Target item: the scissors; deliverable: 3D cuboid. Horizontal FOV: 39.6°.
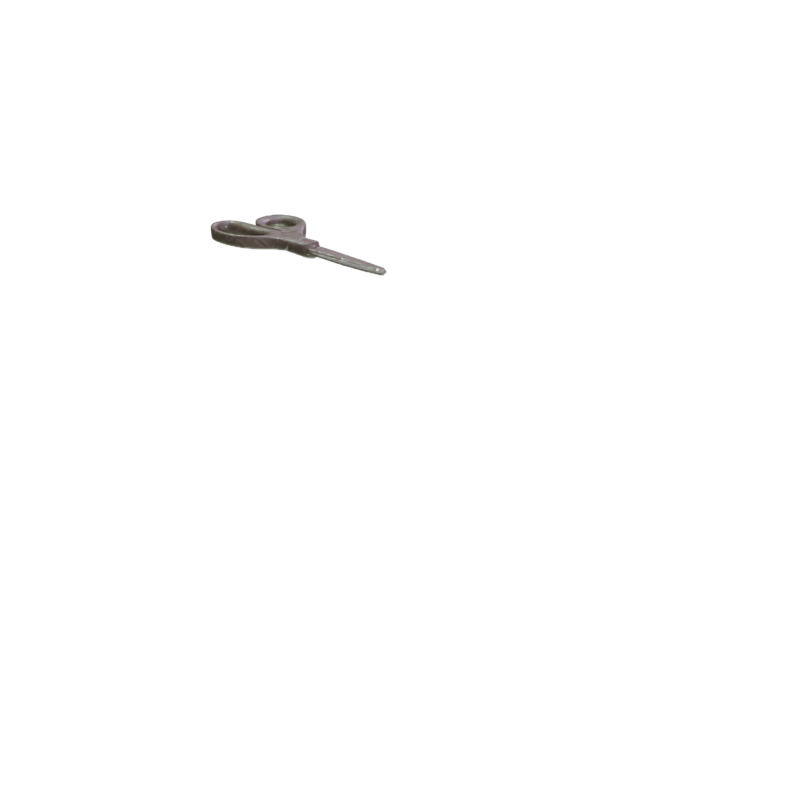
[{"bbox_3d":[-0.077,-0.141,0.985,0.211,0.015,0.096,14,27,30],"label":"scissors"}]
